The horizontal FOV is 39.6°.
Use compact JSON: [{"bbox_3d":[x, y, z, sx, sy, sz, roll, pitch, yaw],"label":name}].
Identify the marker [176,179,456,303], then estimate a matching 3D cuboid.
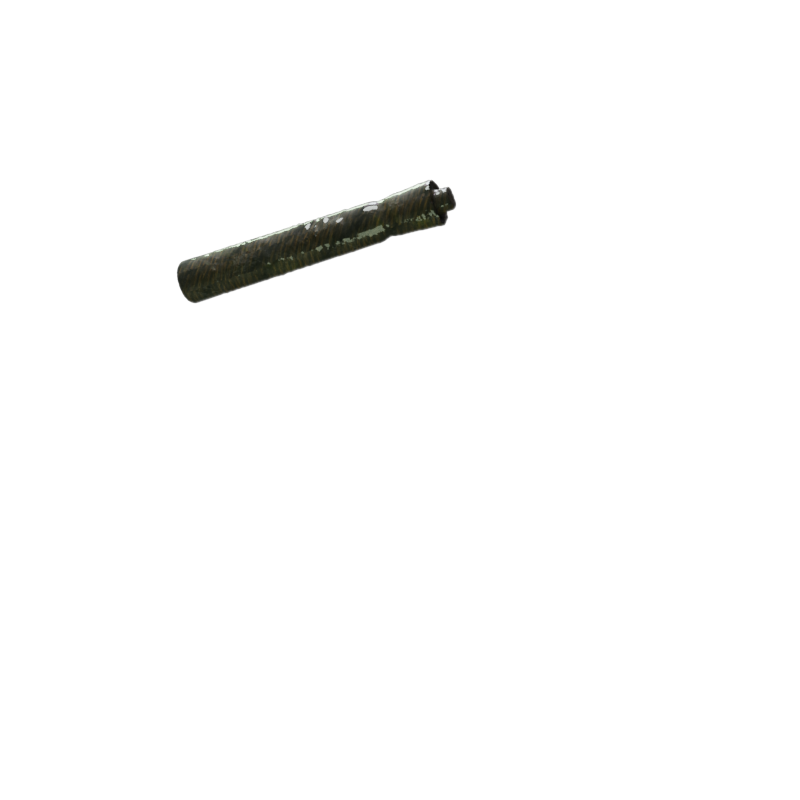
[{"bbox_3d":[-0.035,-0.064,0.451,0.122,0.020,0.019,-15,-1,21],"label":"marker"}]
